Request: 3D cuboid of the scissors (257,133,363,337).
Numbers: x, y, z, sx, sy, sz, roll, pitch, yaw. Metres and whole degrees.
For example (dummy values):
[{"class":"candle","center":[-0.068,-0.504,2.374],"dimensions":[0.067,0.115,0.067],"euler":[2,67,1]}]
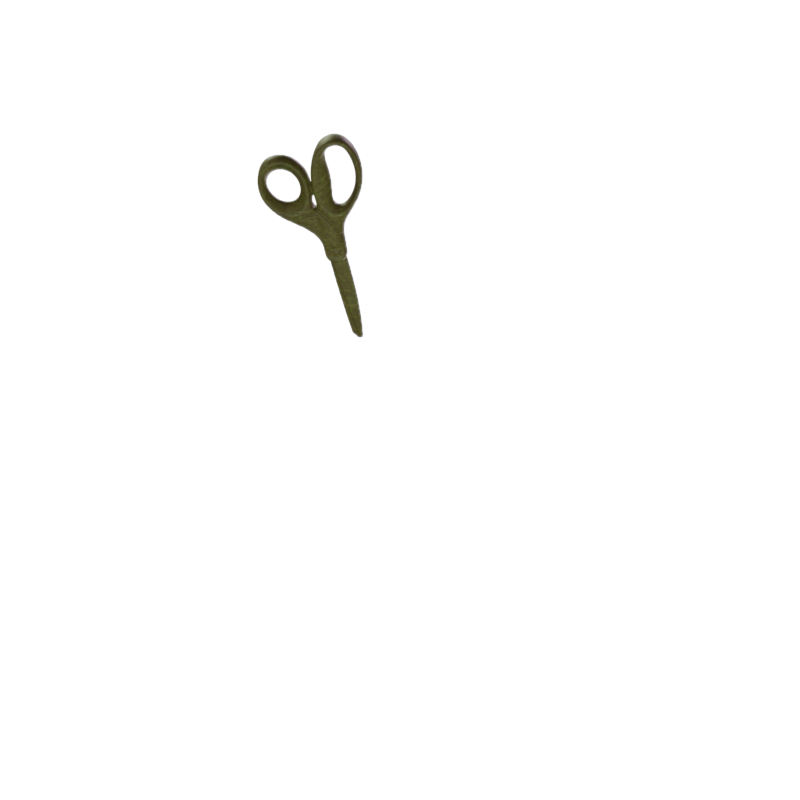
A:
[{"class":"scissors","center":[-0.075,-0.136,0.952],"dimensions":[0.096,0.189,0.017],"euler":[3,34,-2]}]
